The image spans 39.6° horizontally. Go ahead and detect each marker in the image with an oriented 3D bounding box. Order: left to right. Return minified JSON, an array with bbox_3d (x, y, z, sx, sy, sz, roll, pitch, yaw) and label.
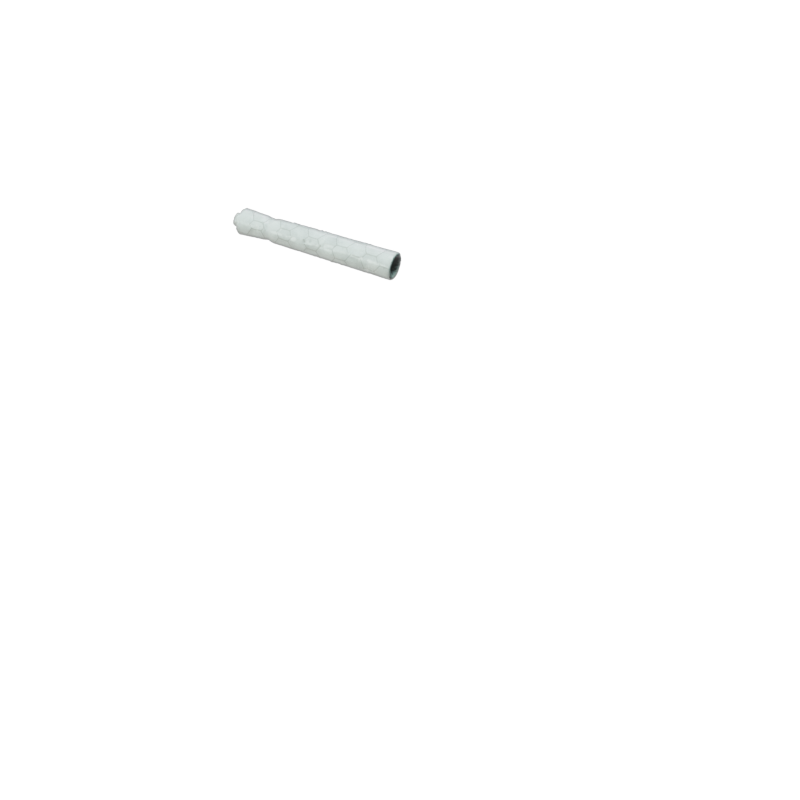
[{"bbox_3d":[-0.058,-0.105,0.737,0.126,0.019,0.019,20,11,23],"label":"marker"}]
